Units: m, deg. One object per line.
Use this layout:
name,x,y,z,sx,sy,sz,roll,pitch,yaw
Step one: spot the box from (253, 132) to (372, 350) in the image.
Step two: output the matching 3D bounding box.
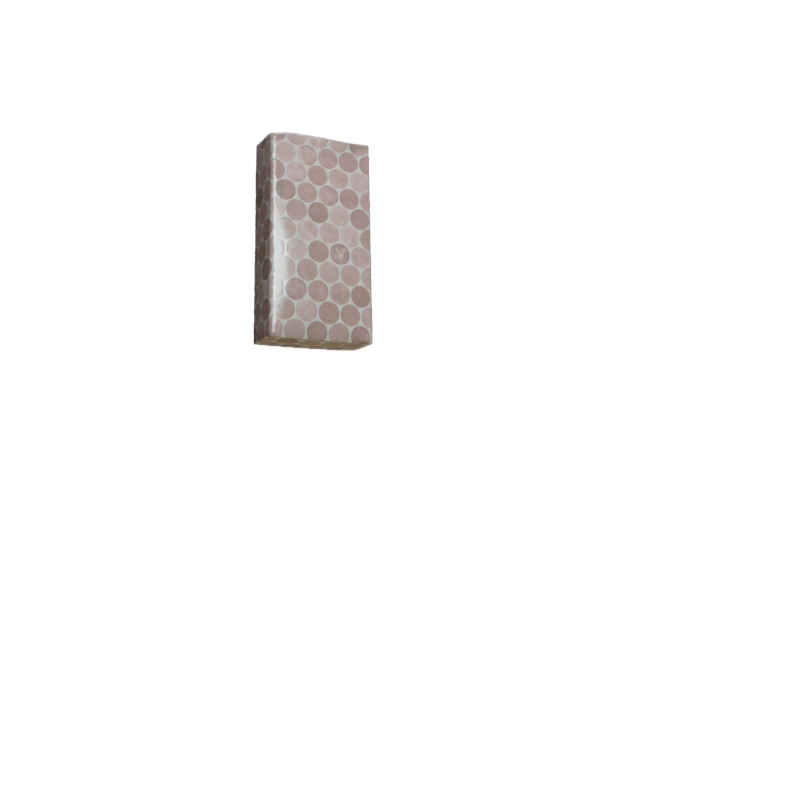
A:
box,-0.072,-0.132,0.924,0.090,0.183,0.048,5,-16,-23
